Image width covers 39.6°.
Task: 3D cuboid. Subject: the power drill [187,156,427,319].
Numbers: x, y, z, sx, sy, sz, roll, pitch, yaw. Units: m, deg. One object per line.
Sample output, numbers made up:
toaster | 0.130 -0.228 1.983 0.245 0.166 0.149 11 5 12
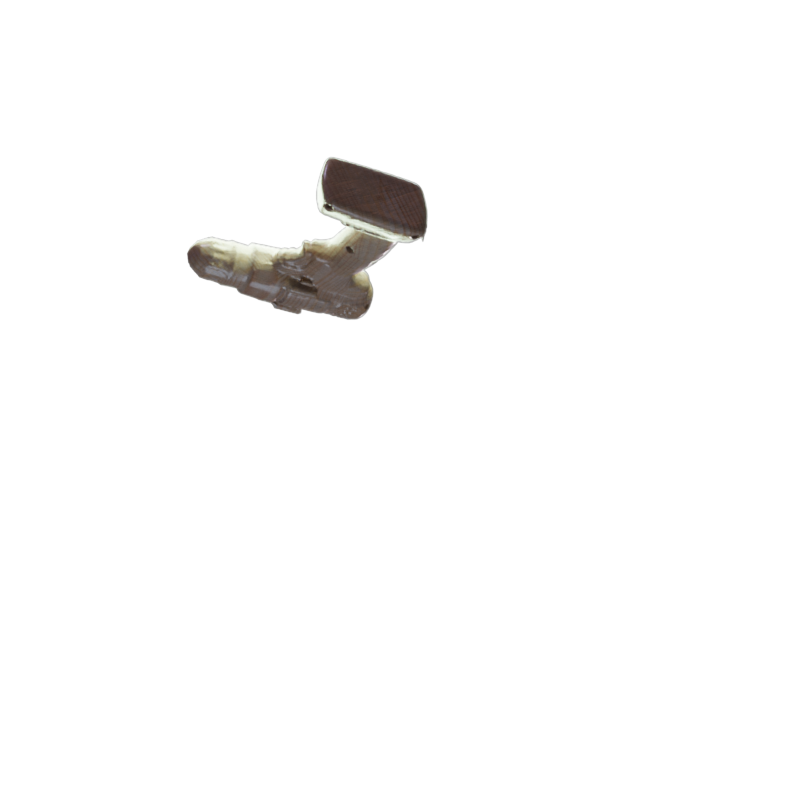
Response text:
power drill | -0.078 -0.141 0.991 0.177 0.061 0.184 13 -28 -26
